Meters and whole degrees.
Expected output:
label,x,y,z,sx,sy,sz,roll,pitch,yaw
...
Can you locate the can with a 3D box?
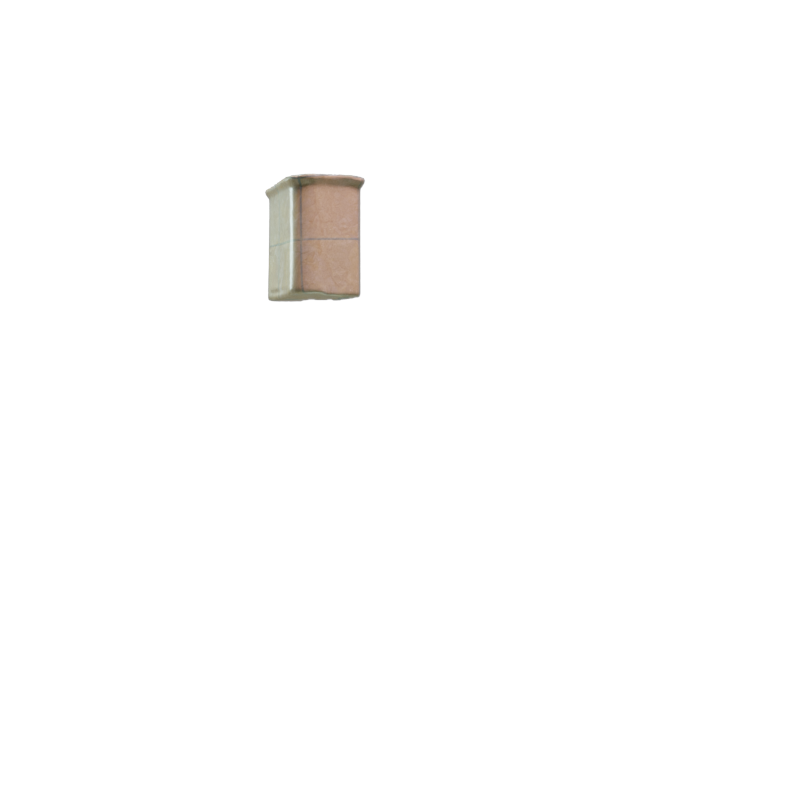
label,x,y,z,sx,sy,sz,roll,pitch,yaw
can,-0.063,-0.115,0.807,0.056,0.085,0.104,1,-1,-18
